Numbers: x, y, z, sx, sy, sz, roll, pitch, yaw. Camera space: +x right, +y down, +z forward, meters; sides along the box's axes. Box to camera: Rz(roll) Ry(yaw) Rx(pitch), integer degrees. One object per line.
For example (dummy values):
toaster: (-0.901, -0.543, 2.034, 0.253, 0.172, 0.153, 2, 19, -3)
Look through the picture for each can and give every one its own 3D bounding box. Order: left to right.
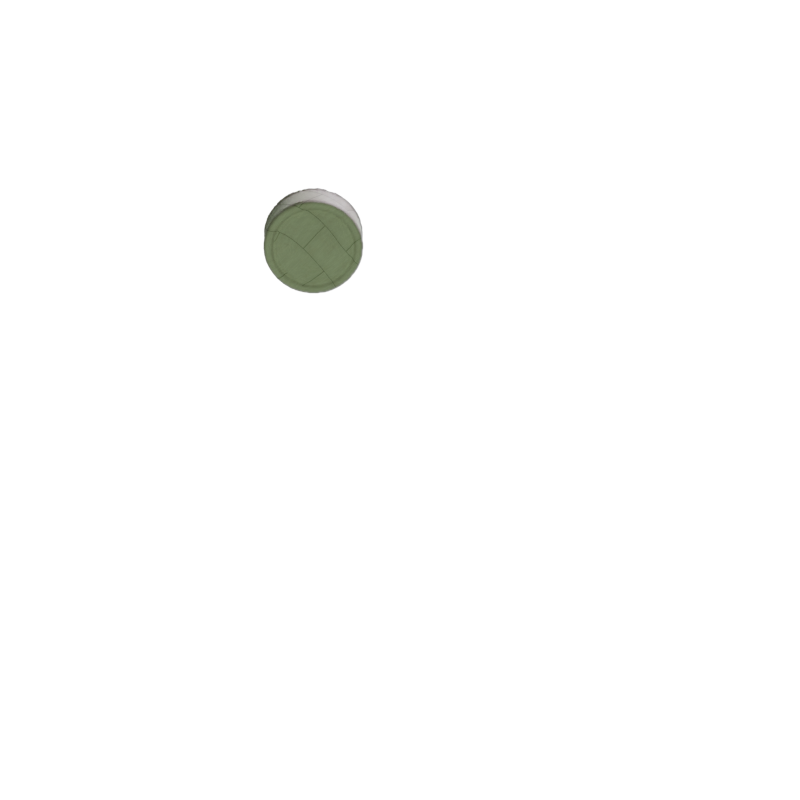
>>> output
can: (-0.074, -0.135, 0.948, 0.086, 0.082, 0.035, 1, 24, -1)
